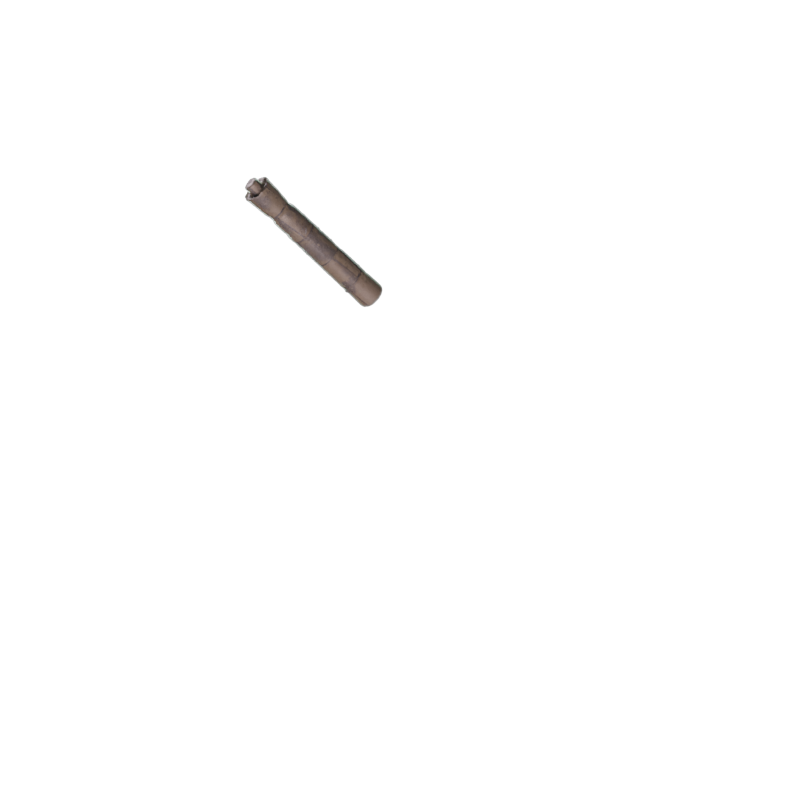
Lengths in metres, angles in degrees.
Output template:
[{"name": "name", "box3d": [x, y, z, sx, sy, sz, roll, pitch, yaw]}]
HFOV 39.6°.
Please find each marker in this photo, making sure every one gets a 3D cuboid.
[{"name": "marker", "box3d": [-0.056, -0.102, 0.712, 0.113, 0.020, 0.020, 41, -21, -30]}]
